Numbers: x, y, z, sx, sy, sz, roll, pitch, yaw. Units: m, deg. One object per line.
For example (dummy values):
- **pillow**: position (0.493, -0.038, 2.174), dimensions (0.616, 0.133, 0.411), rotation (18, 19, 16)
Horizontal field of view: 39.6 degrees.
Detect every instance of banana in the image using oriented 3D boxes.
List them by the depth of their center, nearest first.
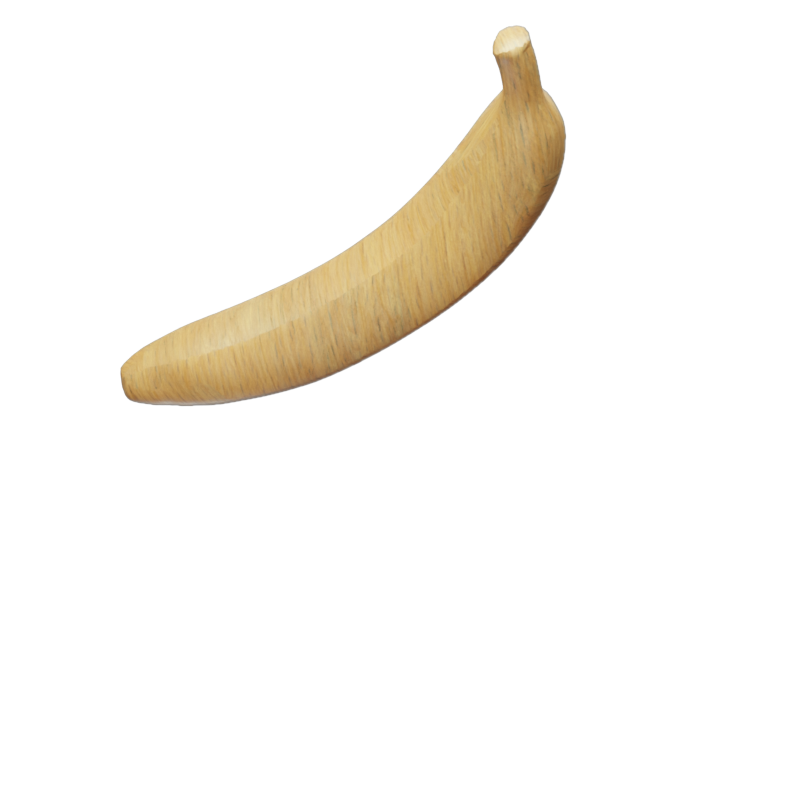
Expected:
- **banana**: position (-0.013, -0.046, 0.375), dimensions (0.066, 0.039, 0.195), rotation (35, -56, -29)
